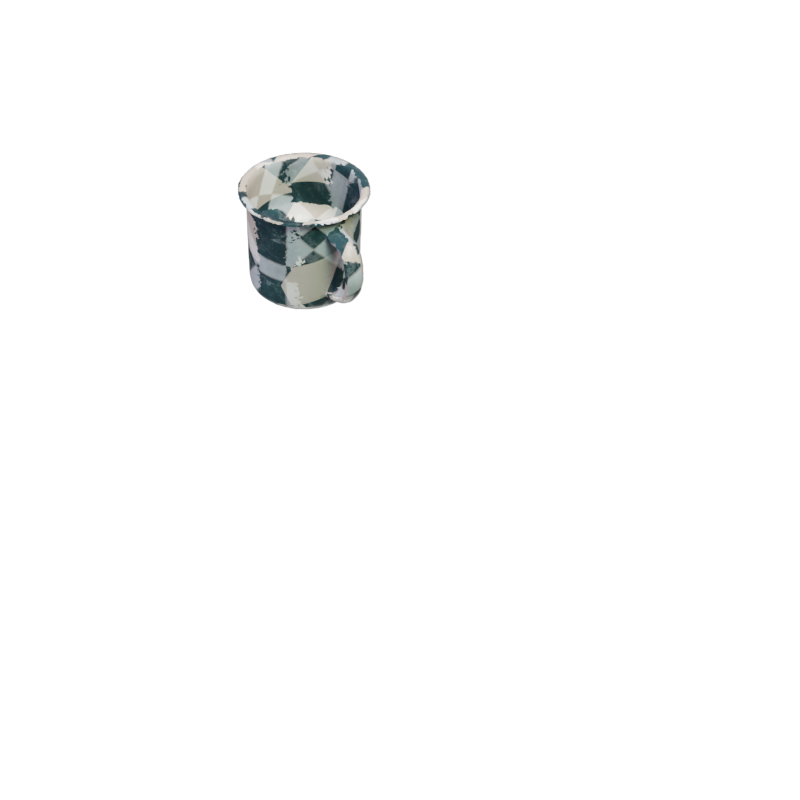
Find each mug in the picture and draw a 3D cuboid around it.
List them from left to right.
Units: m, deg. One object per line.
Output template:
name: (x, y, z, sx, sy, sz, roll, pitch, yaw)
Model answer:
mug: (-0.062, -0.113, 0.792, 0.092, 0.076, 0.126, -24, 46, -27)
